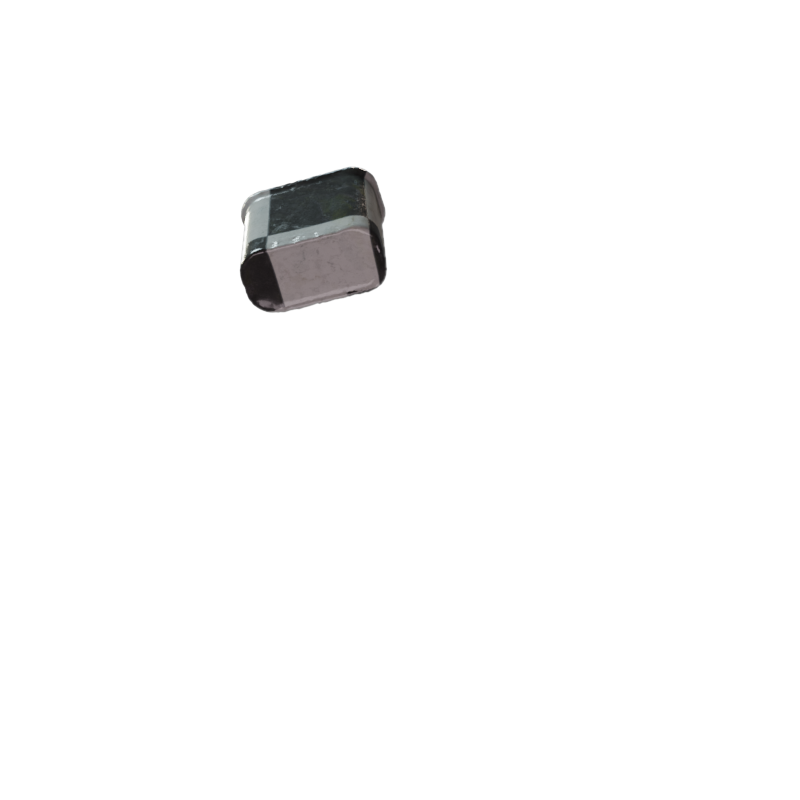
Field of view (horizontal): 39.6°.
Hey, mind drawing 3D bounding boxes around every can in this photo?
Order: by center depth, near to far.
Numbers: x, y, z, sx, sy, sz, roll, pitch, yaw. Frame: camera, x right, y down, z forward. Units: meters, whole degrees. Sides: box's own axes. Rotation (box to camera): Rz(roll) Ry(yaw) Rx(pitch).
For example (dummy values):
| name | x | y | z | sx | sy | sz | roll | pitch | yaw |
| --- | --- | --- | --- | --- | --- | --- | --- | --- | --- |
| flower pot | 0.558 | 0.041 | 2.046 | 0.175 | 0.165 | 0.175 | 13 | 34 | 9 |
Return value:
| name | x | y | z | sx | sy | sz | roll | pitch | yaw |
| --- | --- | --- | --- | --- | --- | --- | --- | --- | --- |
| can | -0.060 | -0.110 | 0.767 | 0.102 | 0.053 | 0.089 | -14 | 34 | 7 |
